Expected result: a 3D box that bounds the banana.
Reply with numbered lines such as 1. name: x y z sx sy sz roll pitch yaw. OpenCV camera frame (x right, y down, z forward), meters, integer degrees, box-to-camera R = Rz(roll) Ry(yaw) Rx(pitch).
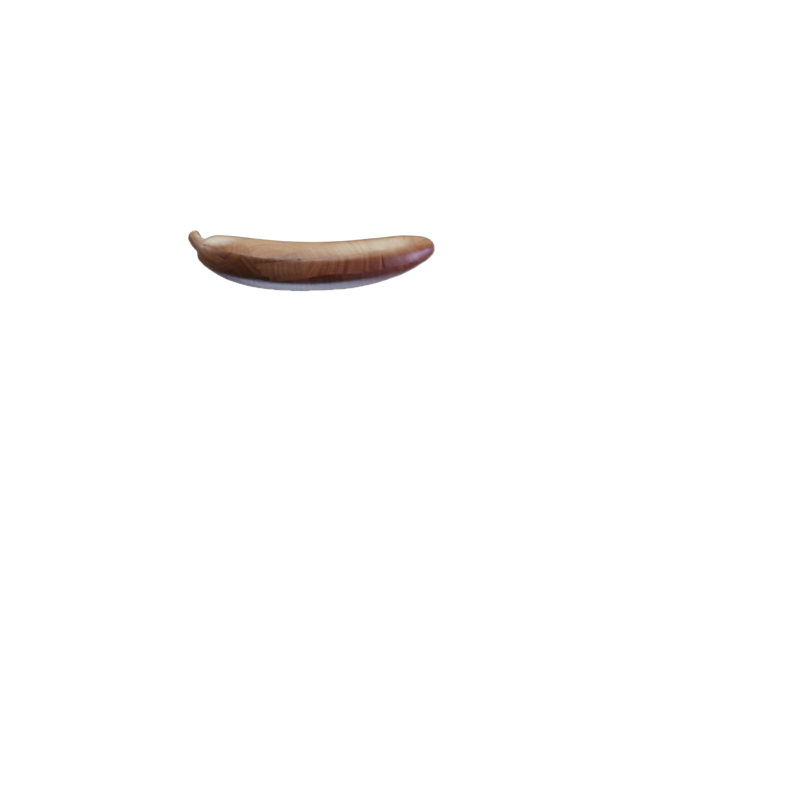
1. banana: -0.073 -0.112 0.856 0.199 0.034 0.074 4 41 5
